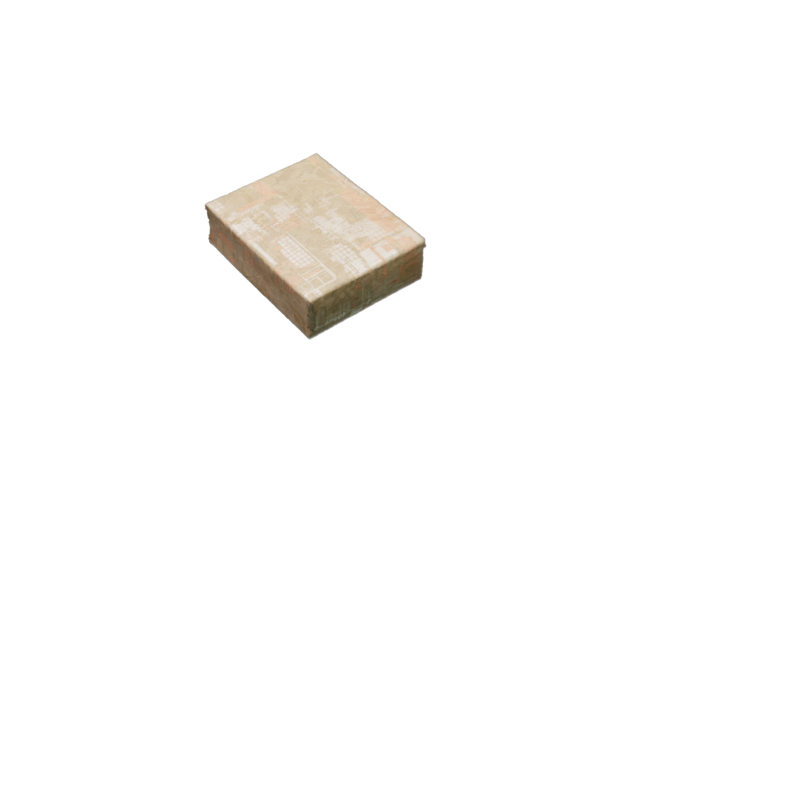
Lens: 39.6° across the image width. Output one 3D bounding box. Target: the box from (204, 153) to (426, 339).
[{"bbox_3d":[-0.054,-0.099,0.690,0.090,0.036,0.122,-29,51,-27],"label":"box"}]
